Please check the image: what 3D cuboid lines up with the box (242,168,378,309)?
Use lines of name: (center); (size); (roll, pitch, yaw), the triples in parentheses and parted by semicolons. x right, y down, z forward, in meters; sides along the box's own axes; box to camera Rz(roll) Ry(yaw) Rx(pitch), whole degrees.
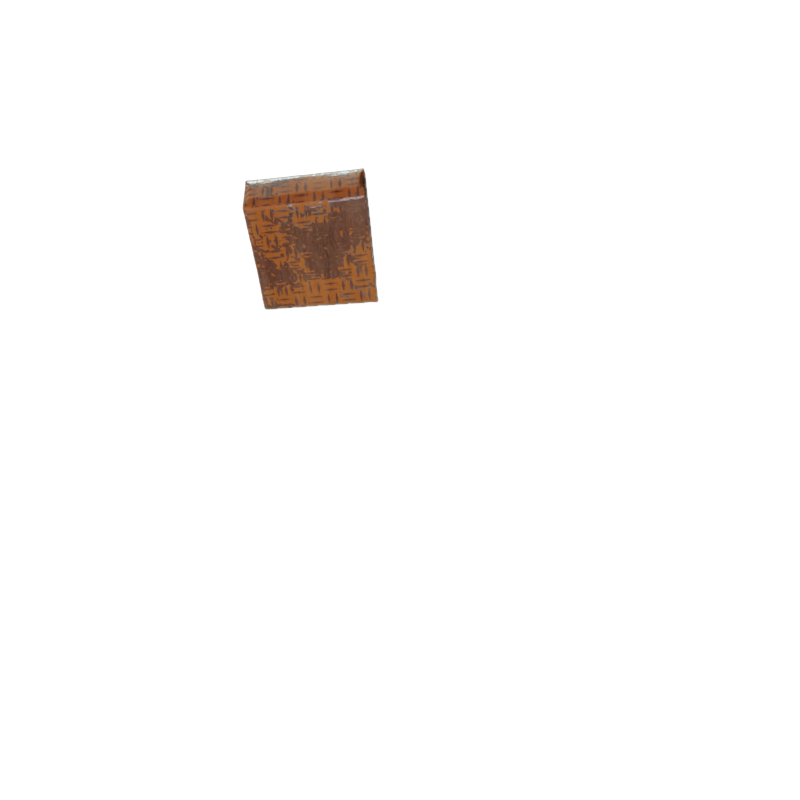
box: (-0.053, -0.097, 0.683); (0.073, 0.083, 0.032); (-4, 45, 4)
